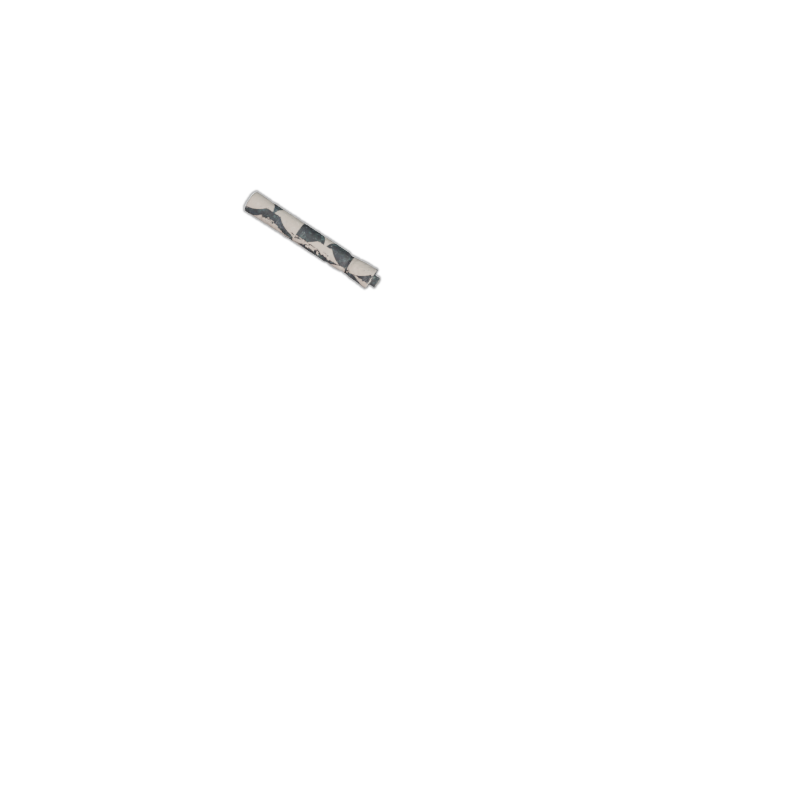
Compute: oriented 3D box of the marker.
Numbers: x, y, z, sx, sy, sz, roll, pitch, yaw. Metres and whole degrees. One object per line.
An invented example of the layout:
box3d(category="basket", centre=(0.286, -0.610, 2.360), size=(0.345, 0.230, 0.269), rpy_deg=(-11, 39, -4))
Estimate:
box3d(category="marker", centre=(-0.068, -0.124, 0.869), size=(0.124, 0.020, 0.019), rpy_deg=(34, 8, 9))
